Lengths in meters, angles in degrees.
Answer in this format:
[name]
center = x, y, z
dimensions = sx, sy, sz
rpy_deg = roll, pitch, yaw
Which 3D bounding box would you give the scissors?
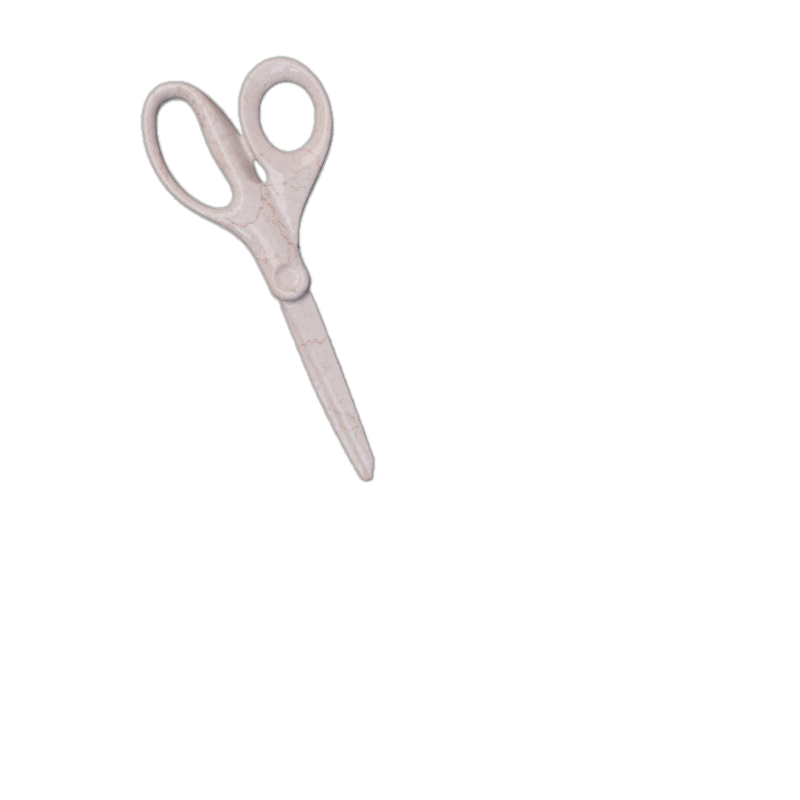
[scissors]
center = -0.040, -0.073, 0.510
dimensions = 0.096, 0.205, 0.015
rpy_deg = -37, -6, -5
